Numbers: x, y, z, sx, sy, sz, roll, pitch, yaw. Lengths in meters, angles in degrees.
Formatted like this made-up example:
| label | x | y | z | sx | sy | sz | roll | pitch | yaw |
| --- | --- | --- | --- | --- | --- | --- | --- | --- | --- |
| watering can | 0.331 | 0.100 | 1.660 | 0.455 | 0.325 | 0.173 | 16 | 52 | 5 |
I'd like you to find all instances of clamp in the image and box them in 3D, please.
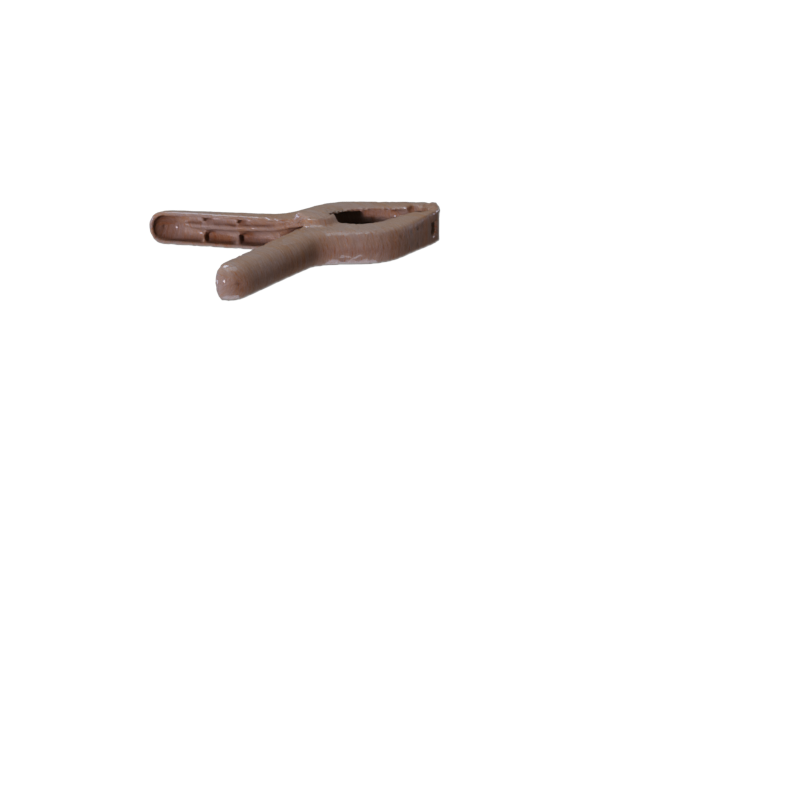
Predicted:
| label | x | y | z | sx | sy | sz | roll | pitch | yaw |
| --- | --- | --- | --- | --- | --- | --- | --- | --- | --- |
| clamp | -0.062 | -0.112 | 0.787 | 0.206 | 0.035 | 0.175 | -8 | 25 | -17 |
